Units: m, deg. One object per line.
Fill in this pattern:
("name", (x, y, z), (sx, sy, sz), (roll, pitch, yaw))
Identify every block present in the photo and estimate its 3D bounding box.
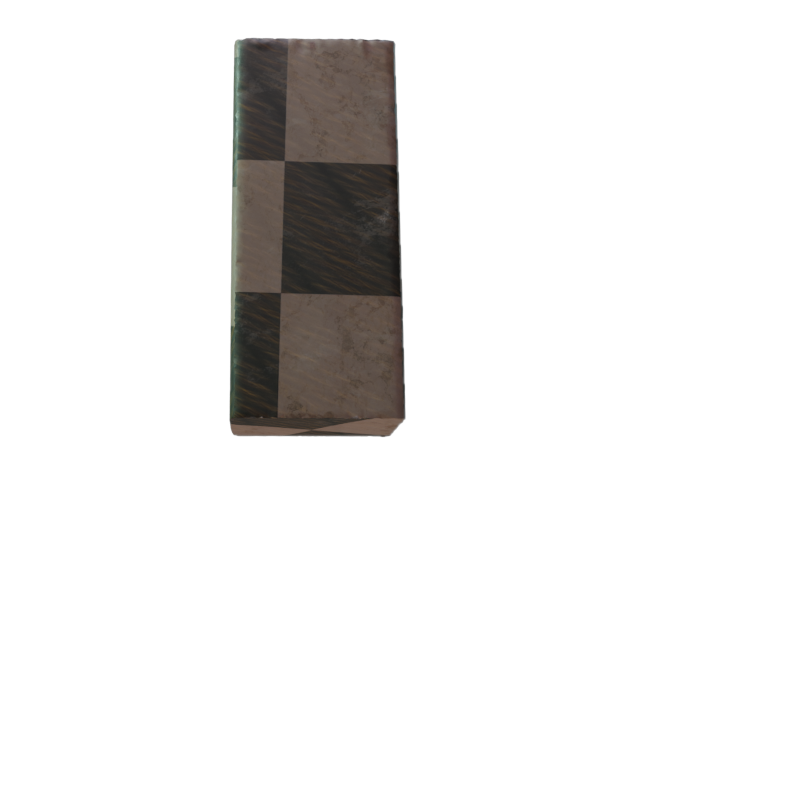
("block", (-0.049, -0.088, 0.617), (0.090, 0.214, 0.087), (0, -14, -4))
